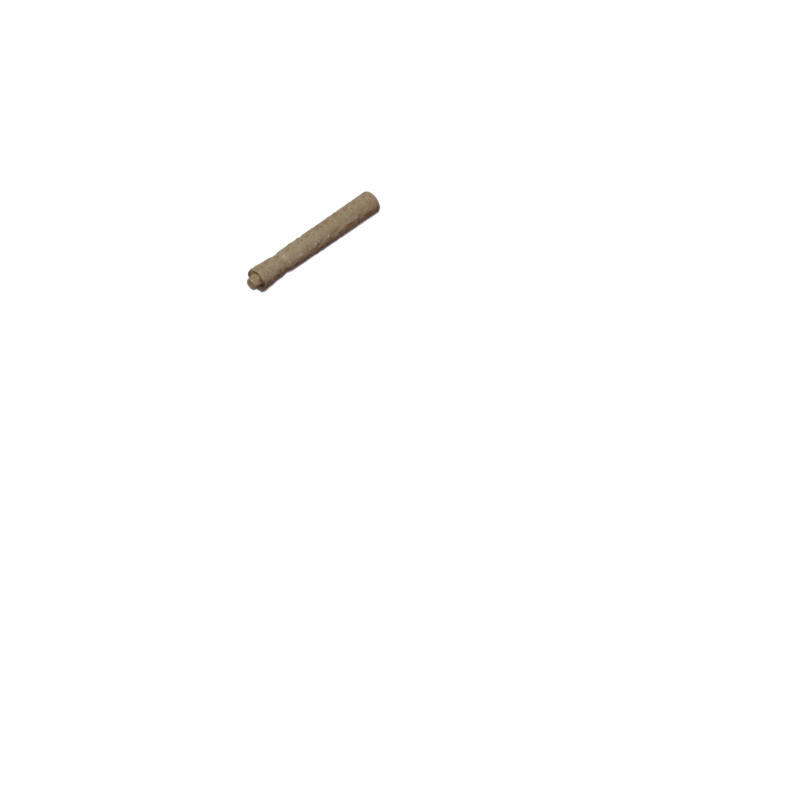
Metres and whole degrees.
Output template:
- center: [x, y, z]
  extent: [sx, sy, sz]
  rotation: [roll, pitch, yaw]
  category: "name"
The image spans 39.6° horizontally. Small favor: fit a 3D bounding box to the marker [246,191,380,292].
- center: [-0.062, -0.113, 0.792]
  extent: [0.122, 0.019, 0.021]
  rotation: [-39, 25, -30]
  category: "marker"
